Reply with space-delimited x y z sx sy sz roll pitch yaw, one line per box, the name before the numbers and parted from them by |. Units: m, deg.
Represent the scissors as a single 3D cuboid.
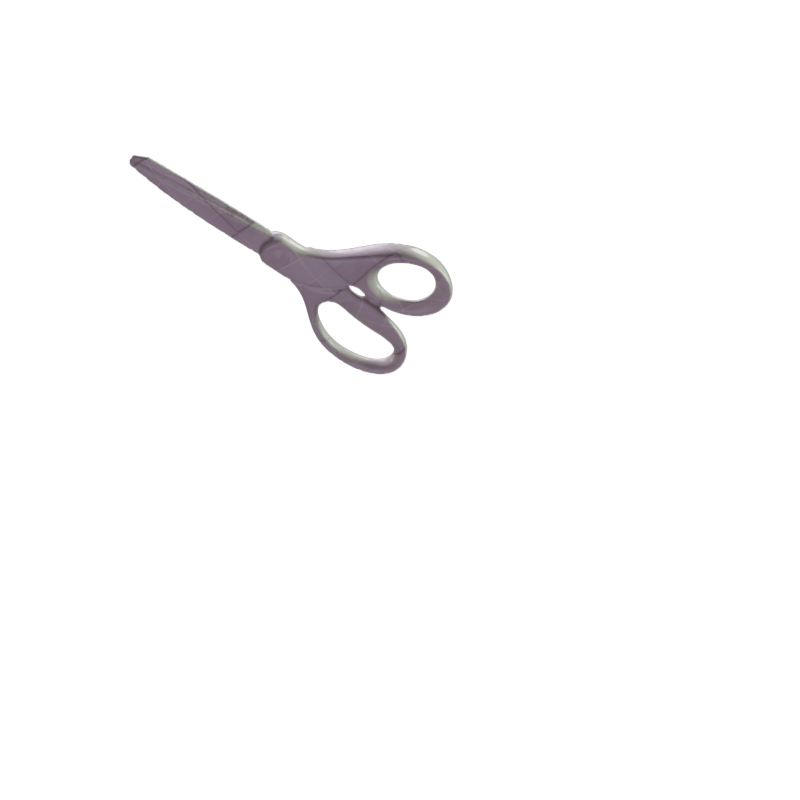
scissors | -0.048 -0.088 0.619 0.096 0.189 0.017 -31 30 21
